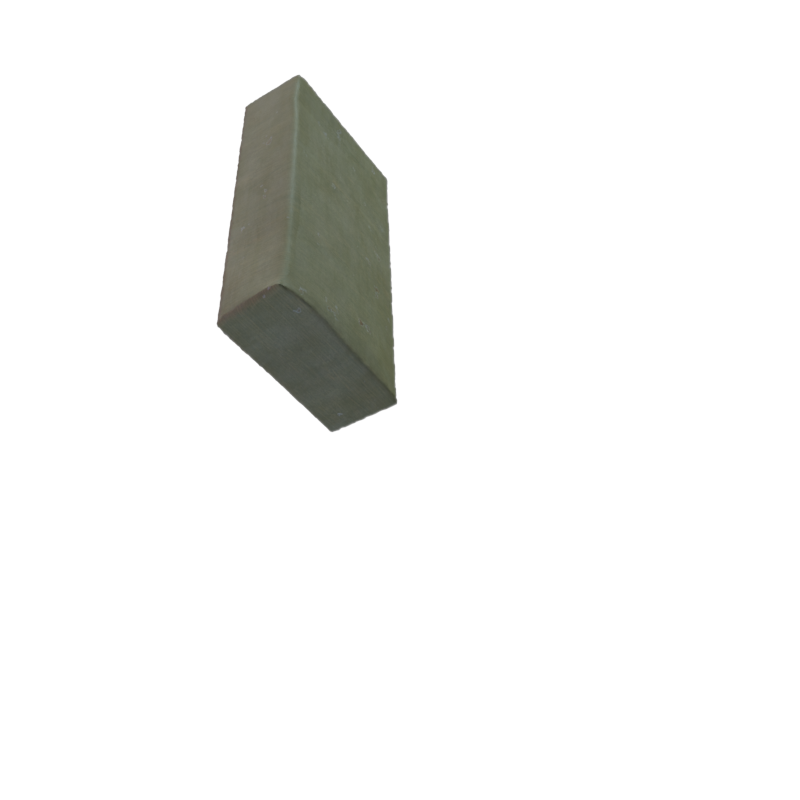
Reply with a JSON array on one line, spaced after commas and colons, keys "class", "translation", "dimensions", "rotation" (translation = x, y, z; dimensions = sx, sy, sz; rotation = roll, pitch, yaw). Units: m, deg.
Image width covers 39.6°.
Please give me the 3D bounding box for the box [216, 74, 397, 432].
[{"class": "box", "translation": [-0.045, -0.082, 0.573], "dimensions": [0.048, 0.189, 0.087], "rotation": [-29, -52, 21]}]
